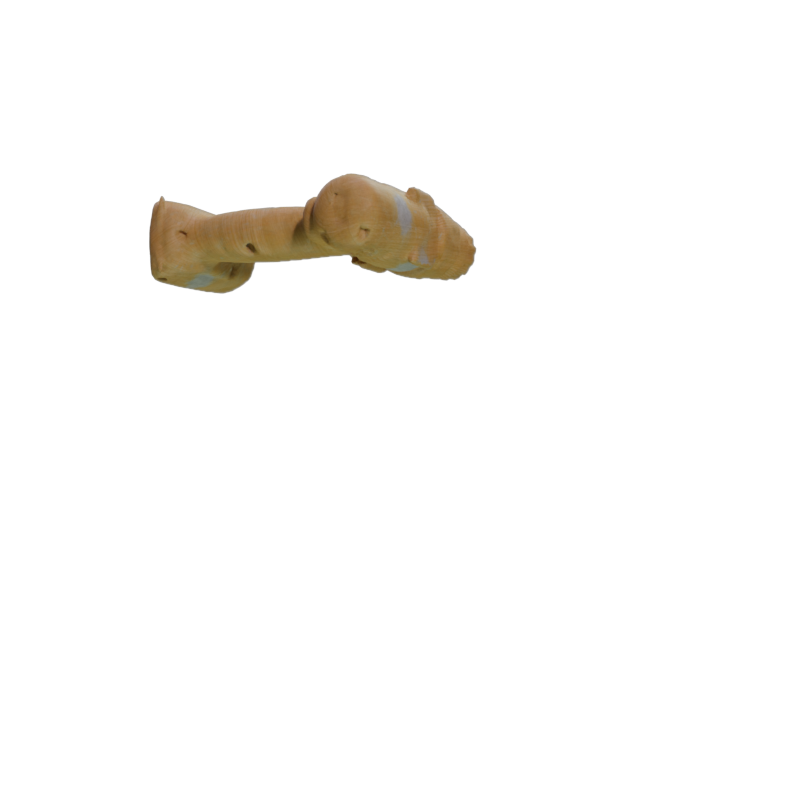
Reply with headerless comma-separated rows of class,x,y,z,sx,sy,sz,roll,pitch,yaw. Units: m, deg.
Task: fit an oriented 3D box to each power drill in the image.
power drill,-0.058,-0.106,0.745,0.193,0.059,0.176,-3,-6,26
